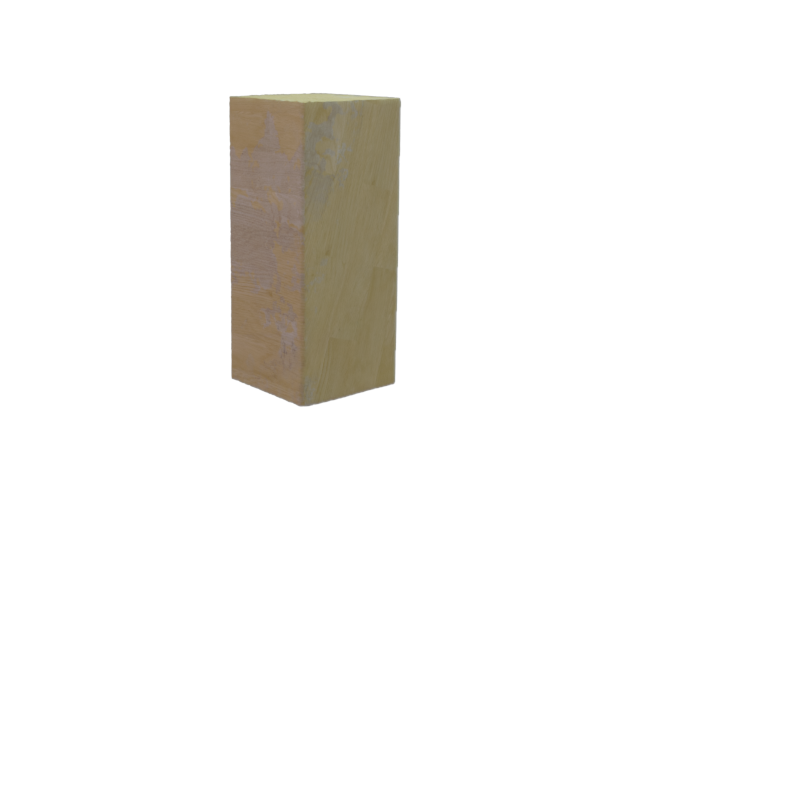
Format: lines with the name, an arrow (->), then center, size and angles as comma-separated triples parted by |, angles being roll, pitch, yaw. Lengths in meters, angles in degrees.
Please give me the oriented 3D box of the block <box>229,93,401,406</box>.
block -> -0.061, -0.113, 0.790 | 0.088, 0.201, 0.096 | -9, 15, -40
